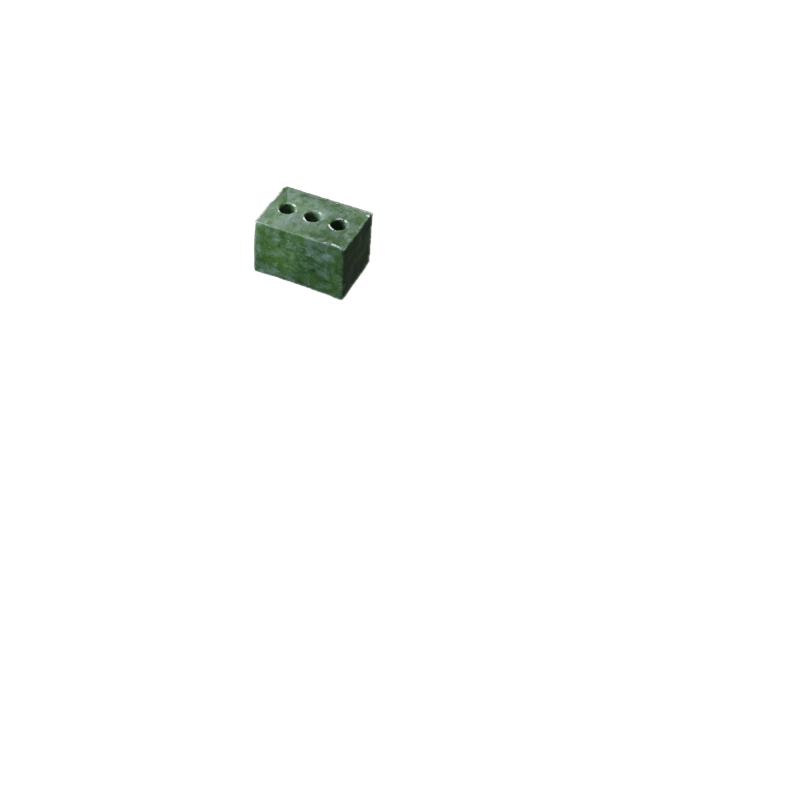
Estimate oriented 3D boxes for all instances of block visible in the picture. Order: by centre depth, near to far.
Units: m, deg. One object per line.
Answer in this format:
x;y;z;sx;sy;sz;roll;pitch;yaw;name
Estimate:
-0.067;-0.121;0.850;0.081;0.048;0.055;19;46;18;block
